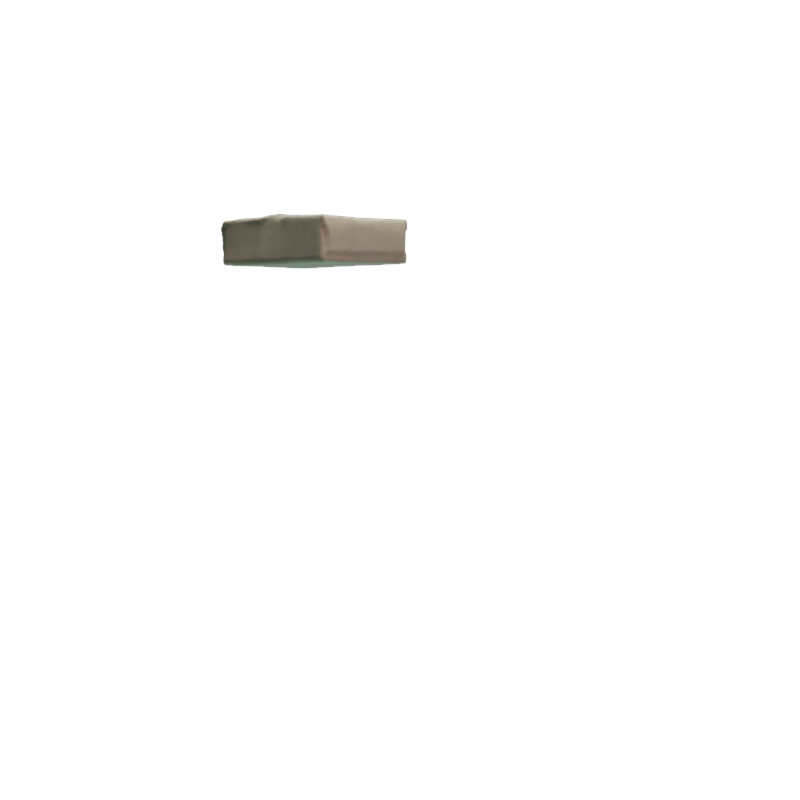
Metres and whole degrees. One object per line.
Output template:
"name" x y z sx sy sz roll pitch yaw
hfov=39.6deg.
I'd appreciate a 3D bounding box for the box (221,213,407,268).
"box" -0.053 -0.096 0.670 0.093 0.030 0.070 4 6 42
